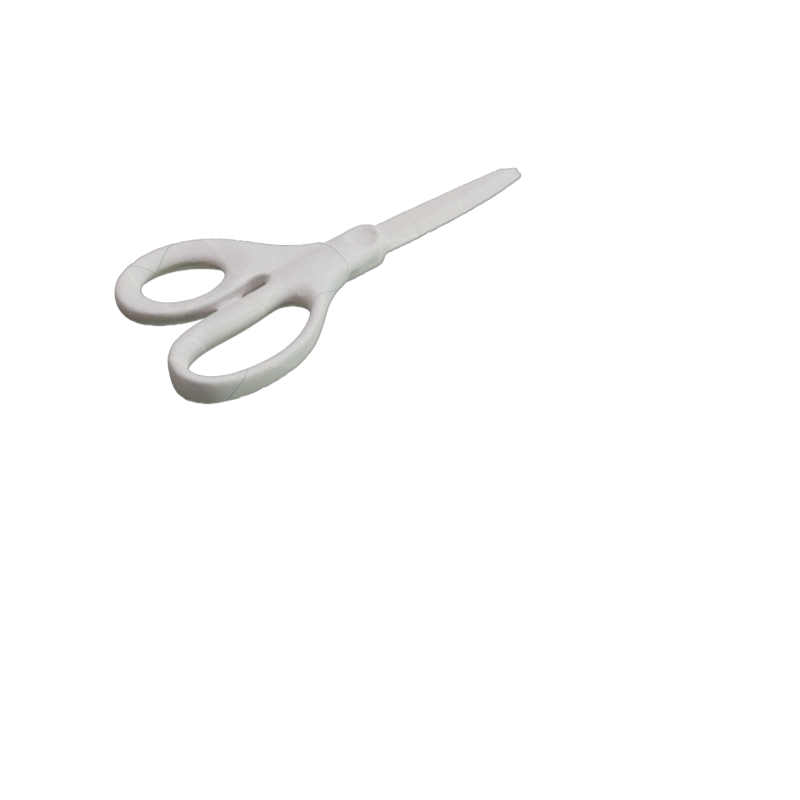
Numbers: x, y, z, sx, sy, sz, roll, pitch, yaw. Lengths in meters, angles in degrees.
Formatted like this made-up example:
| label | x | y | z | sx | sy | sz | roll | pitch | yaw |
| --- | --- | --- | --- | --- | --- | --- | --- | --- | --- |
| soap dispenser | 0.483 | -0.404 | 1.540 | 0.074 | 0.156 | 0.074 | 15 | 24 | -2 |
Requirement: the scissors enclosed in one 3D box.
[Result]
| label | x | y | z | sx | sy | sz | roll | pitch | yaw |
| --- | --- | --- | --- | --- | --- | --- | --- | --- | --- |
| scissors | -0.037 | -0.067 | 0.471 | 0.101 | 0.015 | 0.206 | 22 | 45 | 24 |
